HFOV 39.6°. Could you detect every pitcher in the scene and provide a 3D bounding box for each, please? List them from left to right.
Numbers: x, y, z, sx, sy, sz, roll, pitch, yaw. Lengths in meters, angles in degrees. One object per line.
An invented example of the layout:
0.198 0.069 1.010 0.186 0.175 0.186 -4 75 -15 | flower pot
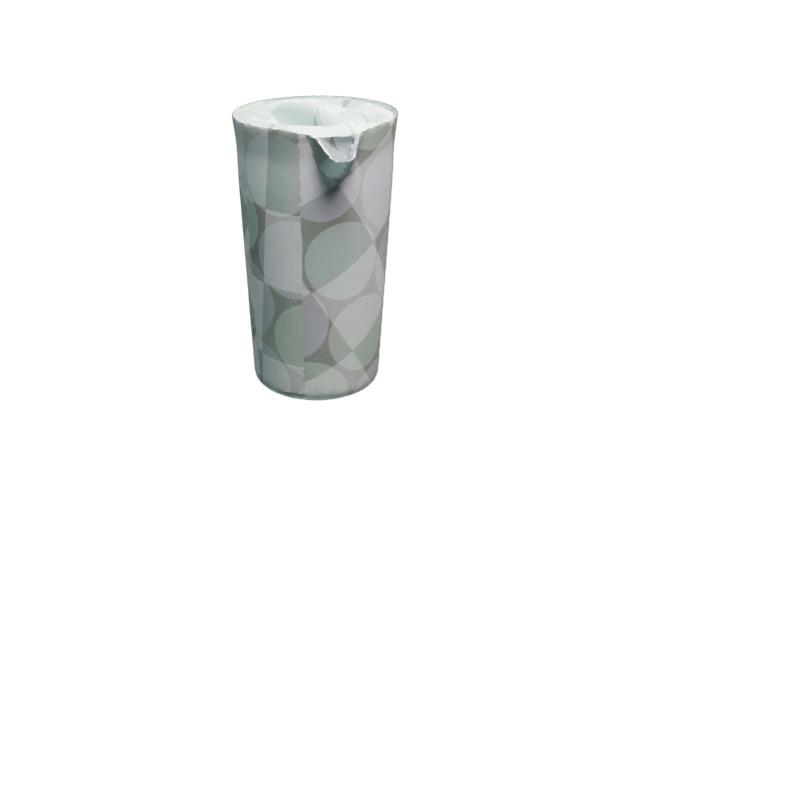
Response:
-0.073 -0.134 0.936 0.151 0.232 0.150 12 24 24 | pitcher
